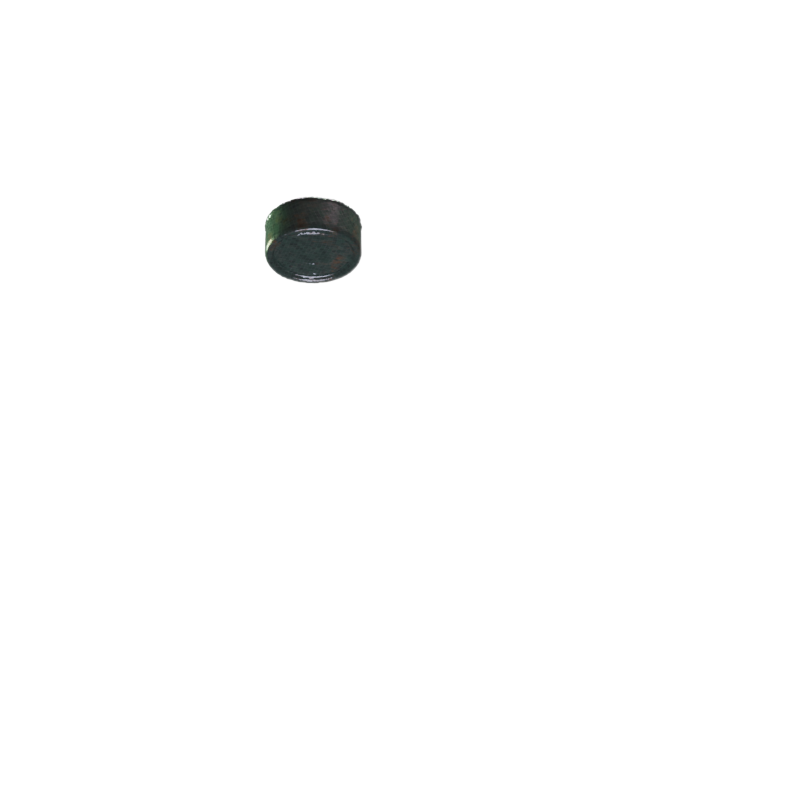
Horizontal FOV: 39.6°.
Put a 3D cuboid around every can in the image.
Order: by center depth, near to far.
[{"bbox_3d":[-0.076,-0.139,0.971,0.086,0.036,0.080,1,-31,-2],"label":"can"}]
